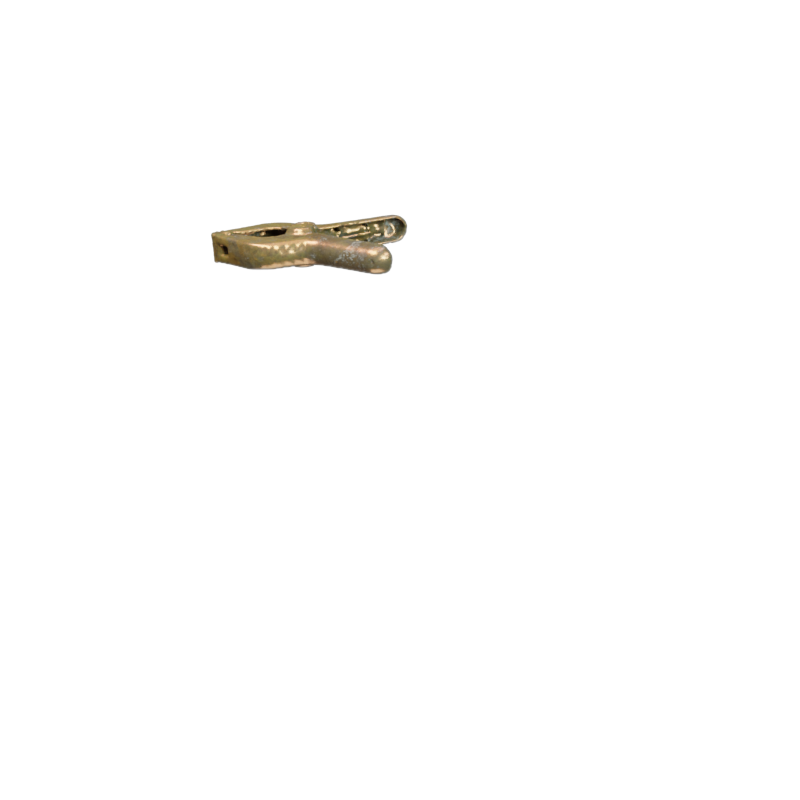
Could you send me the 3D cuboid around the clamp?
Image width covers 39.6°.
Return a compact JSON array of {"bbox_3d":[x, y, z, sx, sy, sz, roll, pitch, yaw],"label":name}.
[{"bbox_3d":[-0.076,-0.138,0.967,0.176,0.038,0.121,6,18,17],"label":"clamp"}]
